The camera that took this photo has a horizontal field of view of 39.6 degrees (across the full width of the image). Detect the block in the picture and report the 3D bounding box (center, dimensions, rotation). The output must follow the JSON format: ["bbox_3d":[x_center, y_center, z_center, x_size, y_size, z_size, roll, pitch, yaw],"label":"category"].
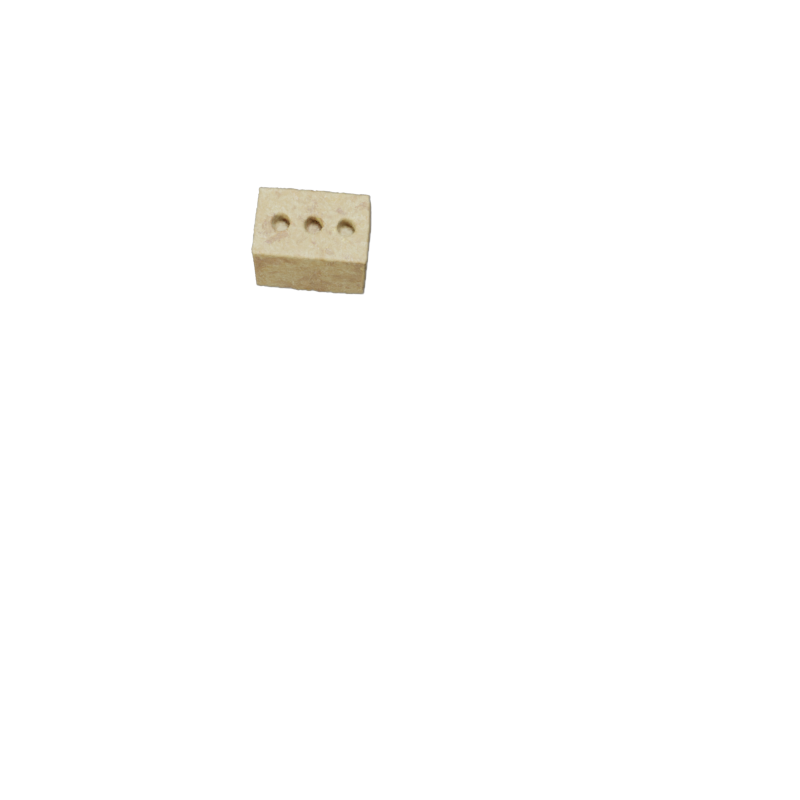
[{"bbox_3d":[-0.059,-0.108,0.754,0.078,0.056,0.048,4,-25,1],"label":"block"}]
